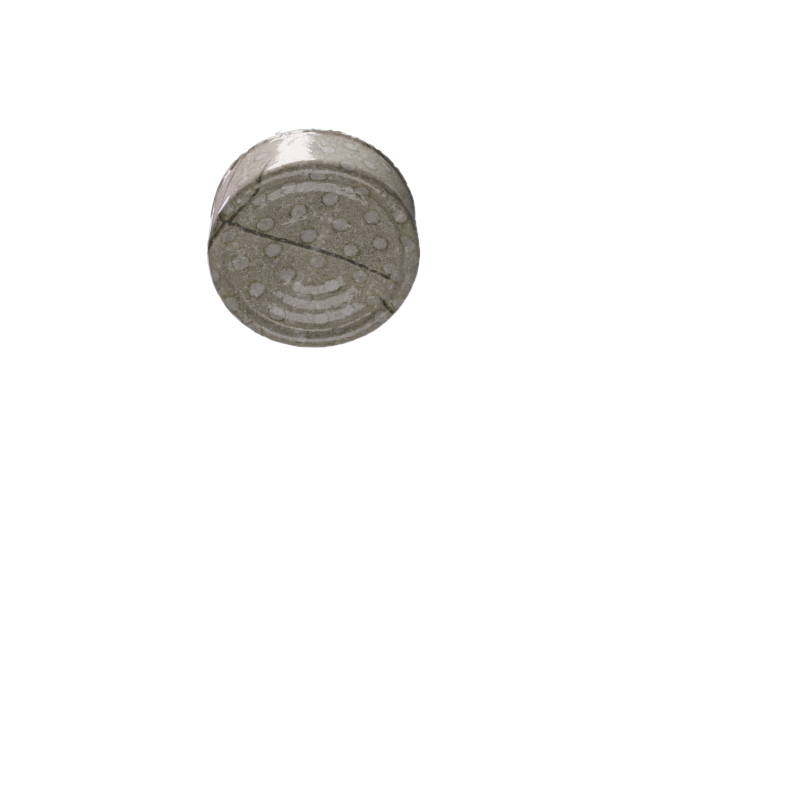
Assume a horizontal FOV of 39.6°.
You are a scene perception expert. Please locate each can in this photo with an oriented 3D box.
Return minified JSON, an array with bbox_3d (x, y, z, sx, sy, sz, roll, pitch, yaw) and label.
[{"bbox_3d":[-0.035,-0.064,0.449,0.086,0.081,0.036,1,31,-1],"label":"can"}]
